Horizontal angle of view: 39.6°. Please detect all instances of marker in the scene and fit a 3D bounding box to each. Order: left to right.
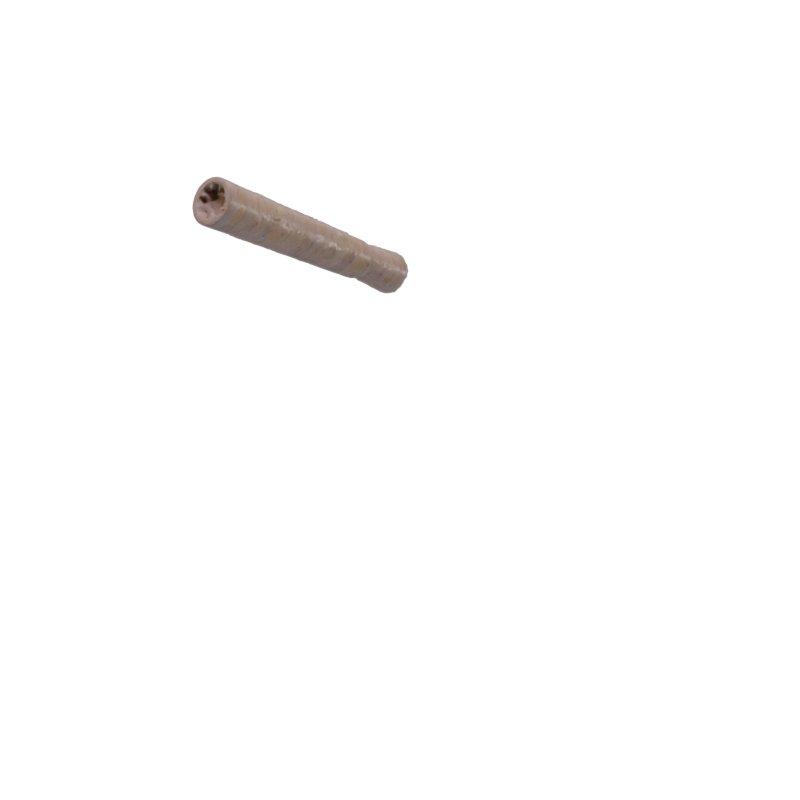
[{"bbox_3d":[-0.035,-0.064,0.446,0.021,0.020,0.114,3,-7,38],"label":"marker"}]
